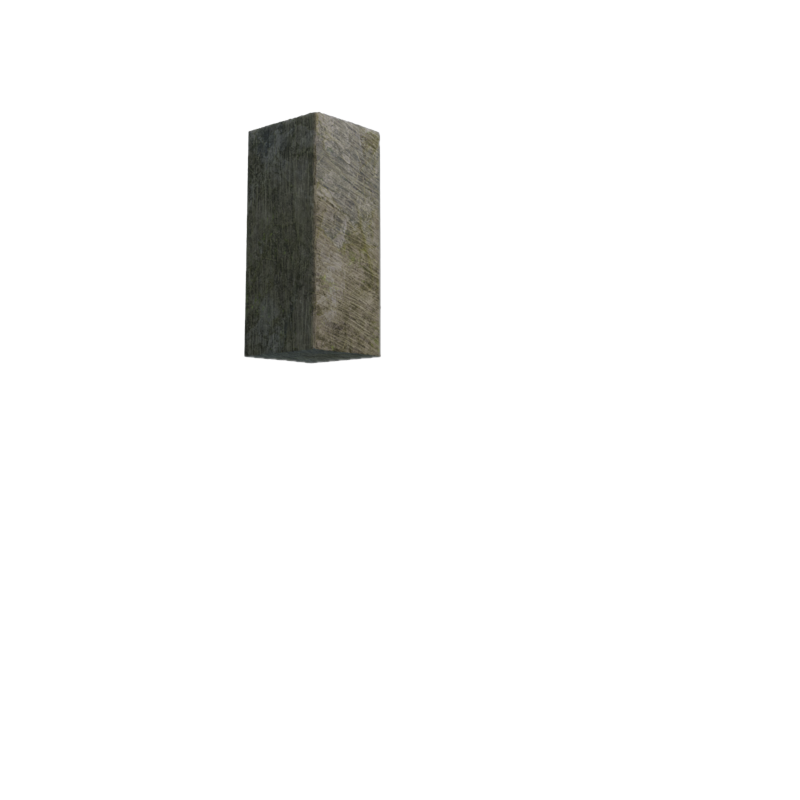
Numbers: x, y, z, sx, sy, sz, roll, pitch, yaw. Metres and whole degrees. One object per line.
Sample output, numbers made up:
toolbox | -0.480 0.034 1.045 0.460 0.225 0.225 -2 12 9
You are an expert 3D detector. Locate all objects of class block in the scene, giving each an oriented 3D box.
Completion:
block | -0.077 -0.142 0.993 0.093 0.212 0.085 -9 -13 40
